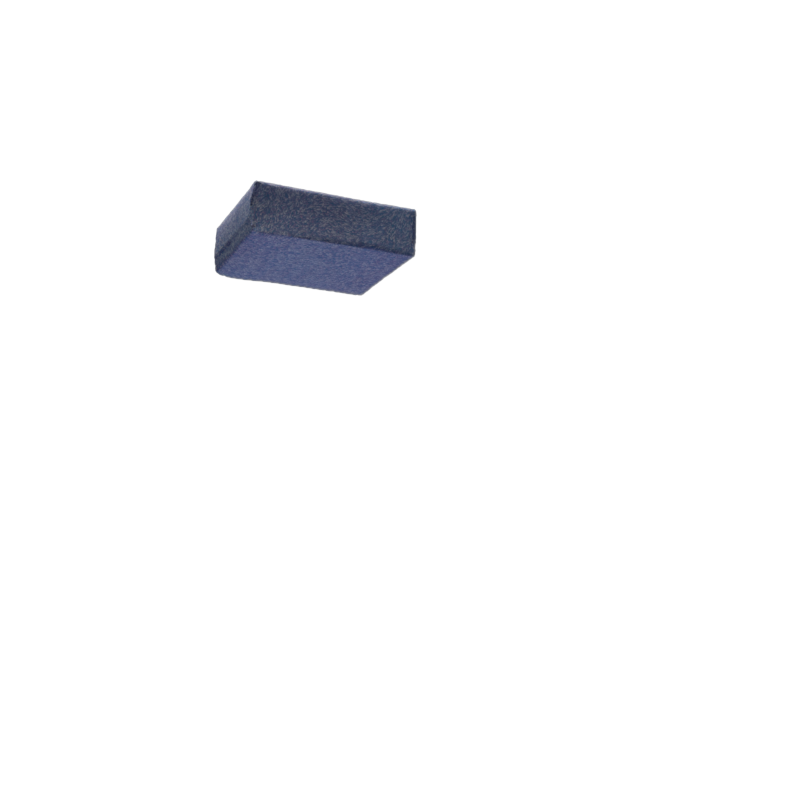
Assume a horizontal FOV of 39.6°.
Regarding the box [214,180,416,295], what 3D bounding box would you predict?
[{"bbox_3d":[-0.057,-0.104,0.732,0.110,0.041,0.089,6,-16,-21],"label":"box"}]
